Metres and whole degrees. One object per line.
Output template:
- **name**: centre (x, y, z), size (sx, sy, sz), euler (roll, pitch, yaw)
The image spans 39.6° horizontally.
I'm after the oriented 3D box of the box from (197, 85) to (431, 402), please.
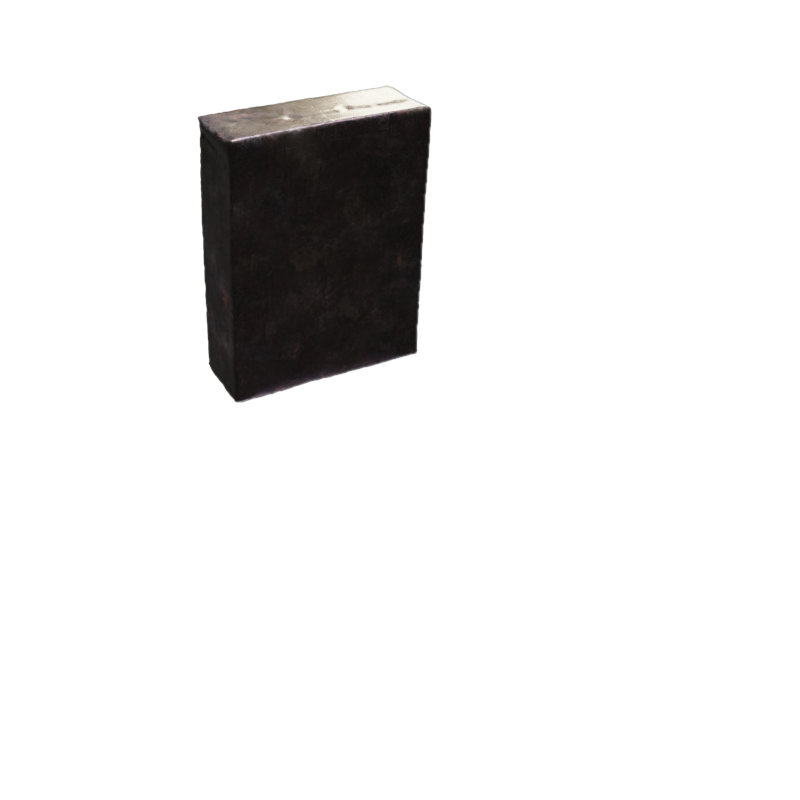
- **box**: centre (-0.066, -0.121, 0.848), size (0.161, 0.202, 0.077), euler (-14, 32, -26)
